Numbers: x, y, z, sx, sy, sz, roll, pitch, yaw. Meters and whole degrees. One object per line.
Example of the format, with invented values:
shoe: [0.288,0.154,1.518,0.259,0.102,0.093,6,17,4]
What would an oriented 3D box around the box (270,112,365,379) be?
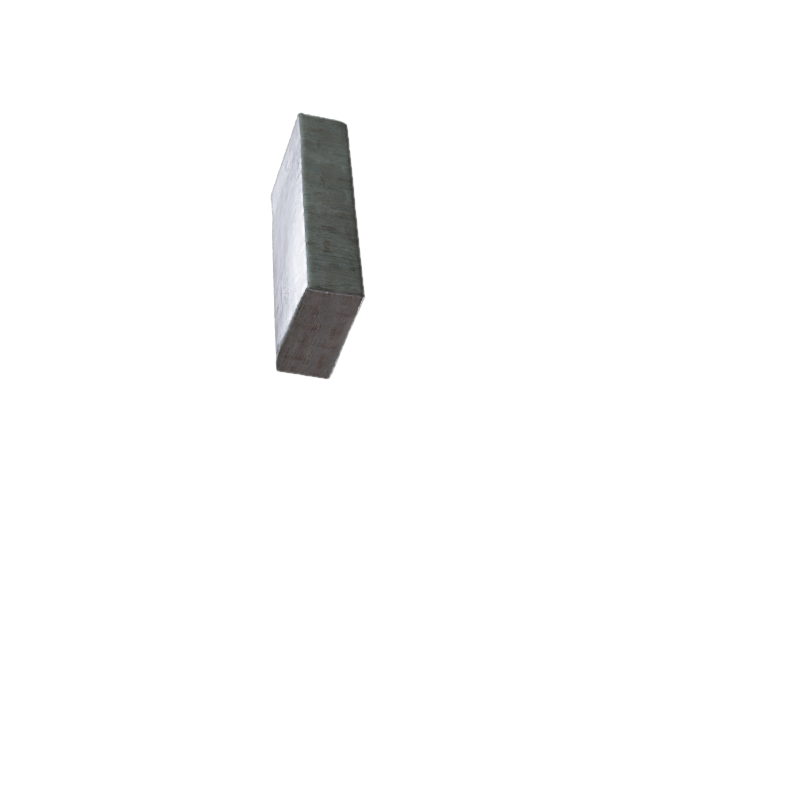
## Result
box: [-0.062,-0.113,0.793,0.047,0.189,0.089,10,-42,-15]
